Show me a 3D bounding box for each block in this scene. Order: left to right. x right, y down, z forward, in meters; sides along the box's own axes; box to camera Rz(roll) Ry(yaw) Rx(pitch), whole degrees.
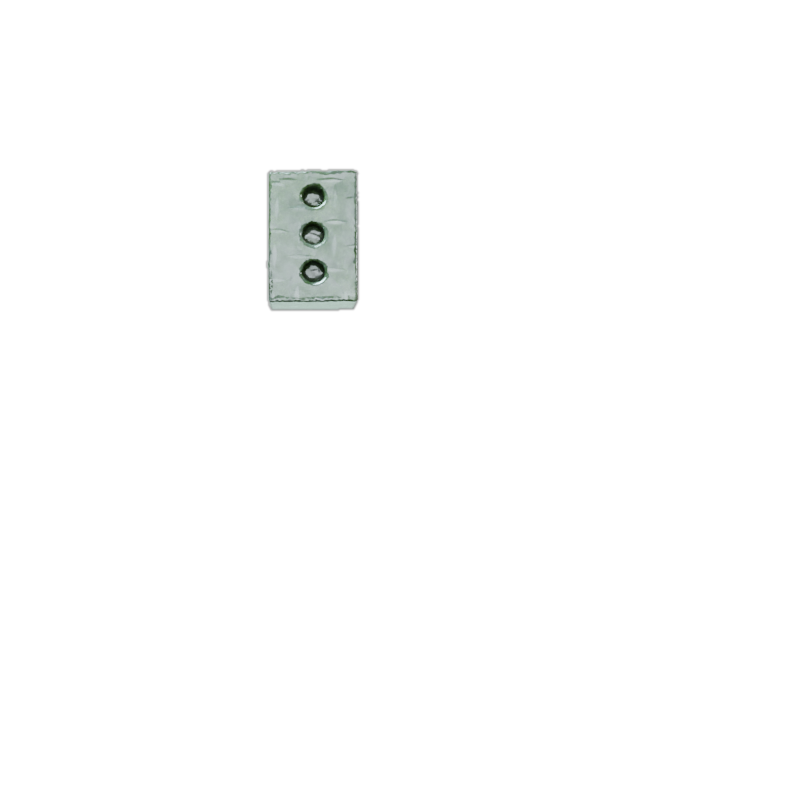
[{"bbox_3d":[-0.051,-0.093,0.653,0.053,0.080,0.050,-1,-8,-2],"label":"block"}]
